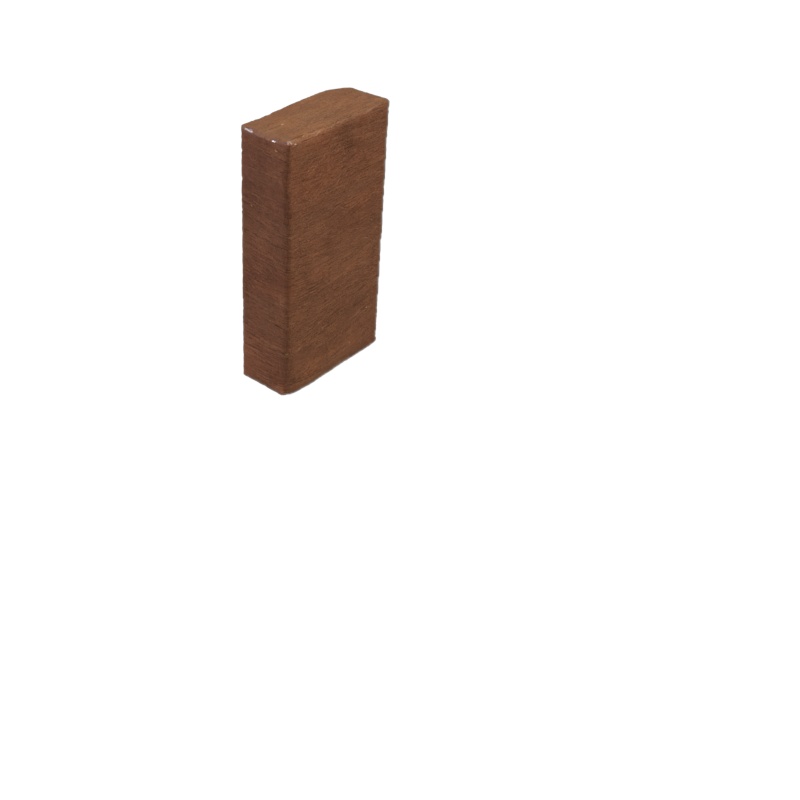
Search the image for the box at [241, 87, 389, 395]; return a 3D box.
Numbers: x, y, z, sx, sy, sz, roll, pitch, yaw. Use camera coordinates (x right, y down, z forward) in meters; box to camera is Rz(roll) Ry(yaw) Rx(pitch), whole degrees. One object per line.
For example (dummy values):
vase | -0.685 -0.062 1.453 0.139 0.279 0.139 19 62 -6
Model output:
box | -0.054 -0.098 0.688 0.051 0.166 0.093 23 36 32
